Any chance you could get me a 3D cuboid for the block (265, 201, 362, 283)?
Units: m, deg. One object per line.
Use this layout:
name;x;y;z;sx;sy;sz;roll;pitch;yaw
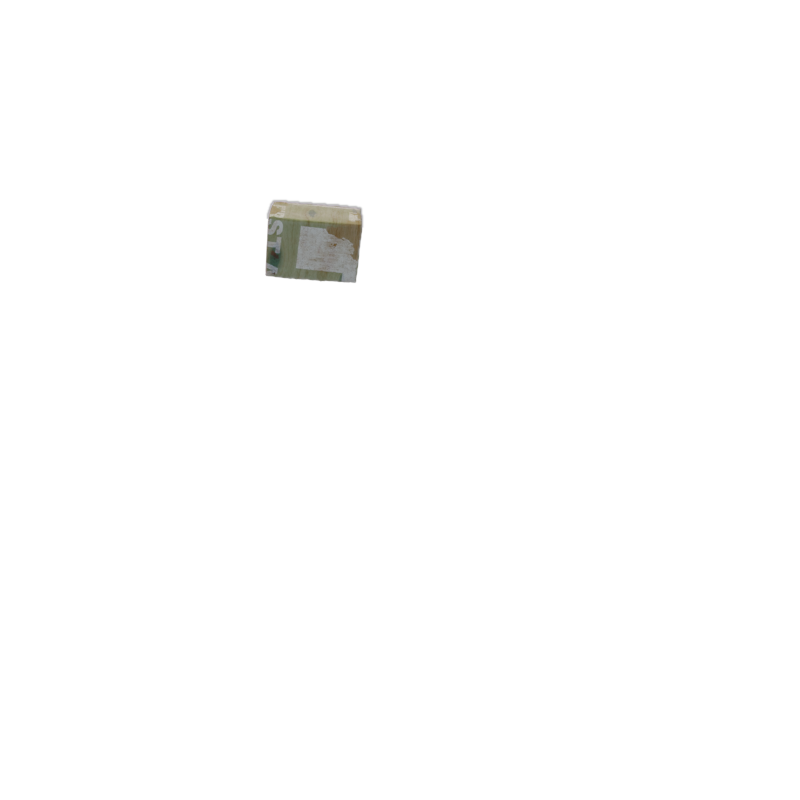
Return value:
block;-0.072;-0.132;0.924;0.078;0.051;0.054;5;22;-3
